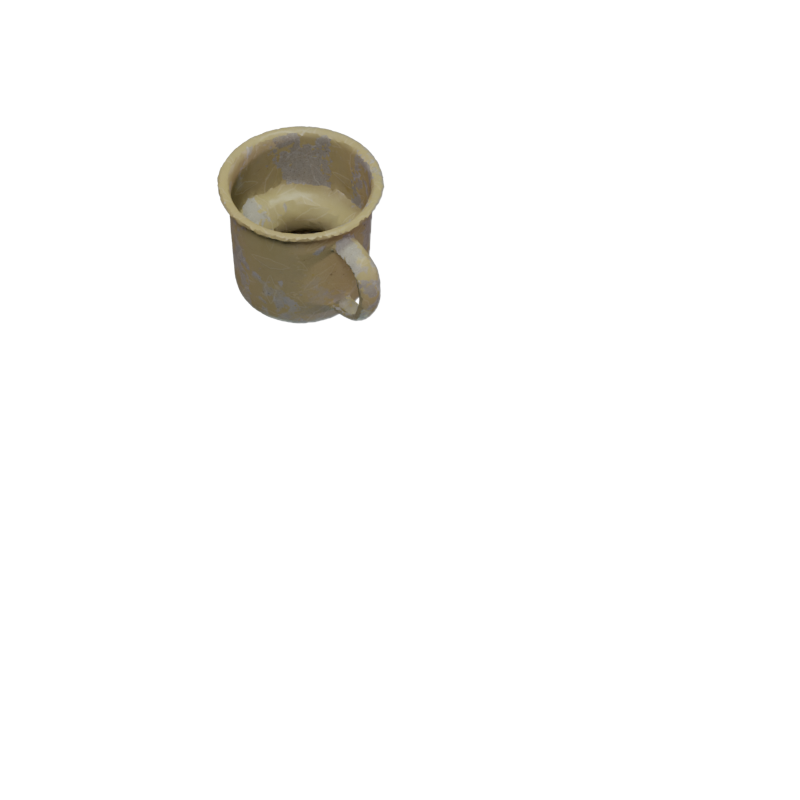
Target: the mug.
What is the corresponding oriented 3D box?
[{"bbox_3d":[-0.050,-0.092,0.641,0.093,0.076,0.125,-31,57,-24],"label":"mug"}]
